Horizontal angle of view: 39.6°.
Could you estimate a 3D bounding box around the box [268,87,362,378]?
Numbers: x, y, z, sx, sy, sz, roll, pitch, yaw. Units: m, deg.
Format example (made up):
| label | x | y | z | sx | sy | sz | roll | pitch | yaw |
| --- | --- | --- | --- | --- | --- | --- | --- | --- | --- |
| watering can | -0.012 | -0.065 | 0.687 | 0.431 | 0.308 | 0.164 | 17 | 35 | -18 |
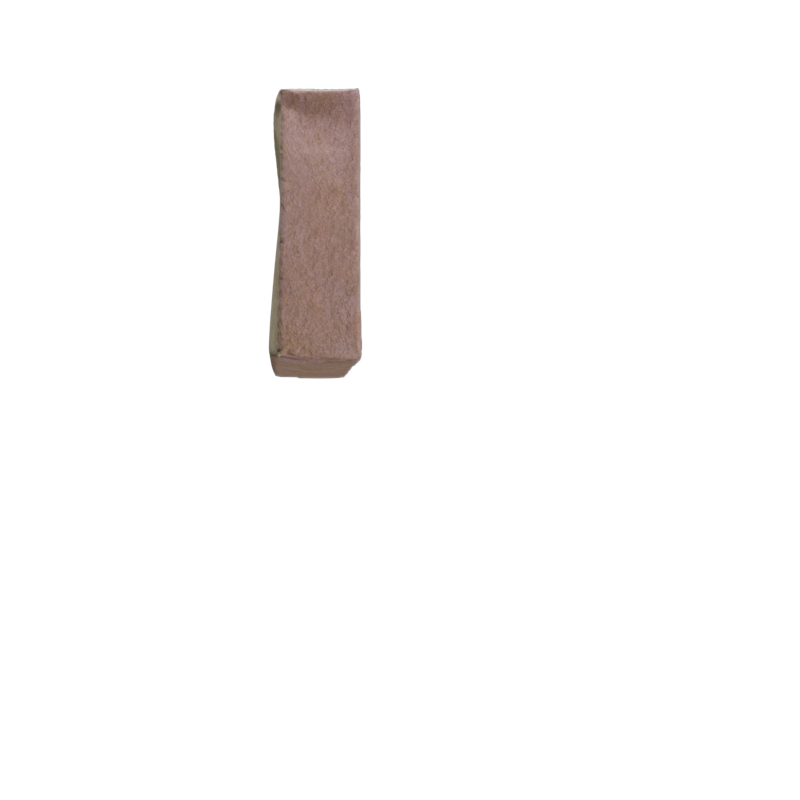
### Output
| label | x | y | z | sx | sy | sz | roll | pitch | yaw |
| --- | --- | --- | --- | --- | --- | --- | --- | --- | --- |
| box | -0.071 | -0.130 | 0.912 | 0.071 | 0.219 | 0.161 | 0 | -8 | -6 |
